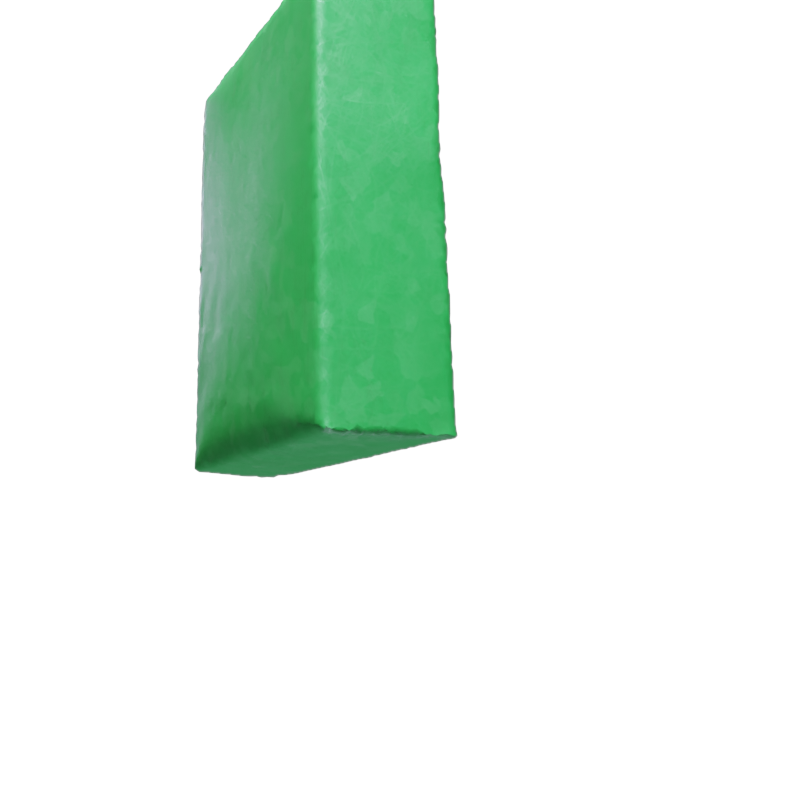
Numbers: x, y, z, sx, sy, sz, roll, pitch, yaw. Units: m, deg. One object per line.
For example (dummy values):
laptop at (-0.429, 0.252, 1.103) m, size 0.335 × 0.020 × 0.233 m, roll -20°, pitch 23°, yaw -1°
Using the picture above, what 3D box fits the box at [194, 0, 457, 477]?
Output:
box at (-0.043, -0.078, 0.545) m, size 0.069 × 0.222 × 0.164 m, roll 7°, pitch -17°, yaw -26°
